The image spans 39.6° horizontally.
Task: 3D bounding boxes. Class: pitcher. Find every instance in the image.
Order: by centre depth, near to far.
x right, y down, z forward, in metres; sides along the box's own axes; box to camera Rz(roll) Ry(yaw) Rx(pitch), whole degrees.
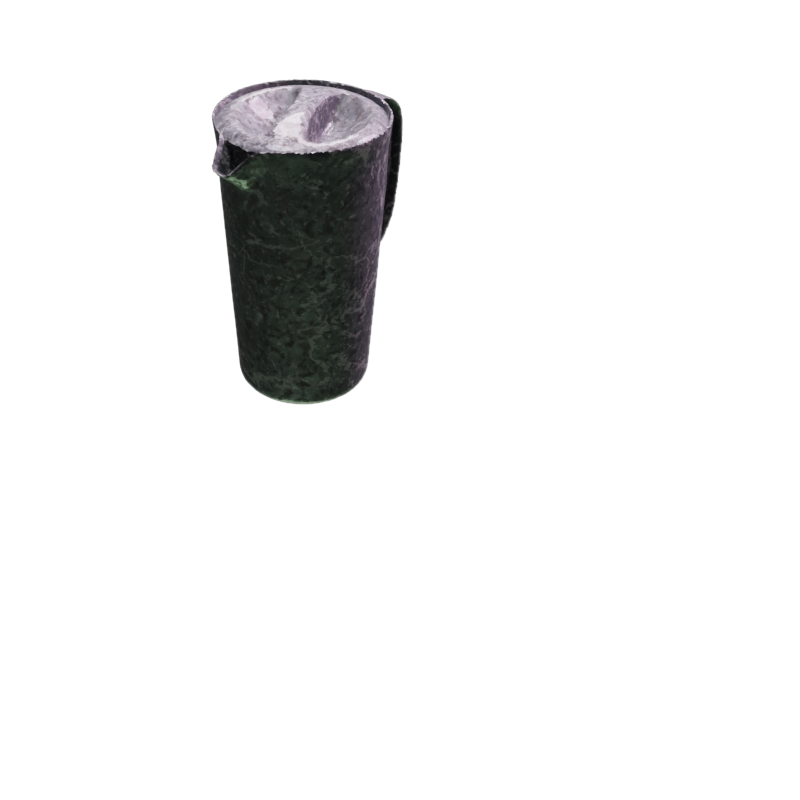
[{"bbox_3d":[-0.069,-0.125,0.878,0.148,0.228,0.155,-1,35,-4],"label":"pitcher"}]
